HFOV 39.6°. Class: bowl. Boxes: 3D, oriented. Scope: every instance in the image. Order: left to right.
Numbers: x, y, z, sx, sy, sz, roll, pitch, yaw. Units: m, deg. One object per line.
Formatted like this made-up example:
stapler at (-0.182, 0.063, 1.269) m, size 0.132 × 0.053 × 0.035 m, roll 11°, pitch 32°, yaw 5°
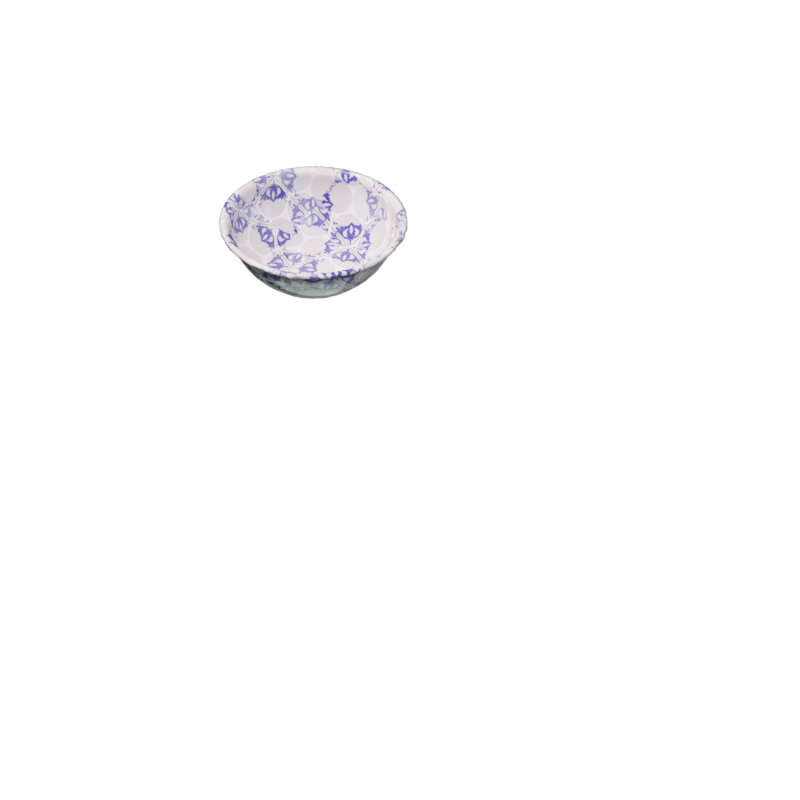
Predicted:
bowl at (-0.075, -0.138, 0.964) m, size 0.162 × 0.051 × 0.174 m, roll -1°, pitch 42°, yaw -1°
